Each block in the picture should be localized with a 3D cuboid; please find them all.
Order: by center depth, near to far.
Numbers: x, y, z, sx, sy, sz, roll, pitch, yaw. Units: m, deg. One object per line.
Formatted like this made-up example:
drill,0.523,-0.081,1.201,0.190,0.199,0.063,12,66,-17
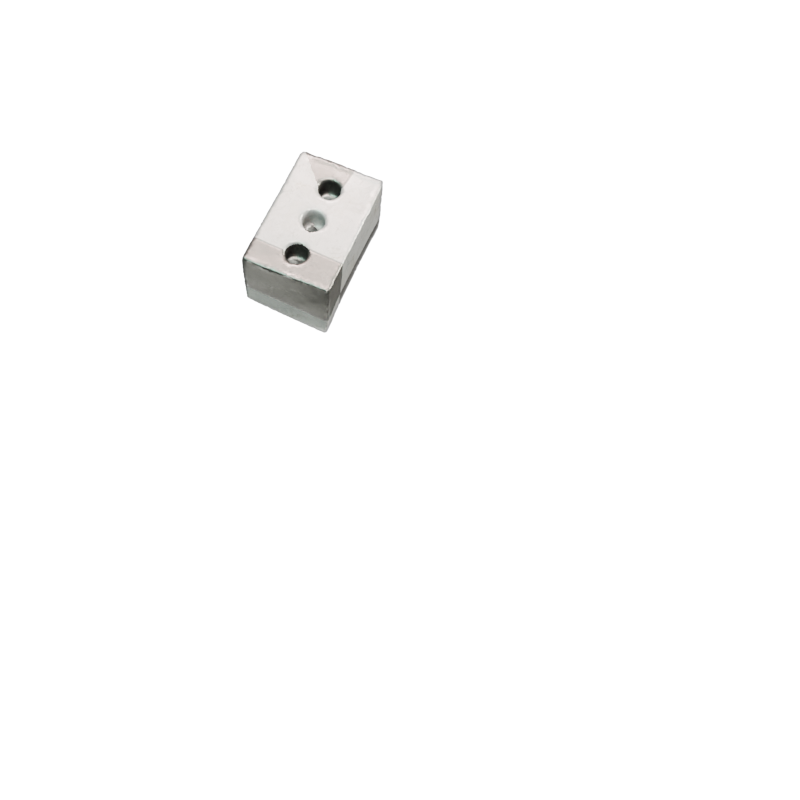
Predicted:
block,-0.049,-0.090,0.628,0.054,0.081,0.048,21,-24,7
